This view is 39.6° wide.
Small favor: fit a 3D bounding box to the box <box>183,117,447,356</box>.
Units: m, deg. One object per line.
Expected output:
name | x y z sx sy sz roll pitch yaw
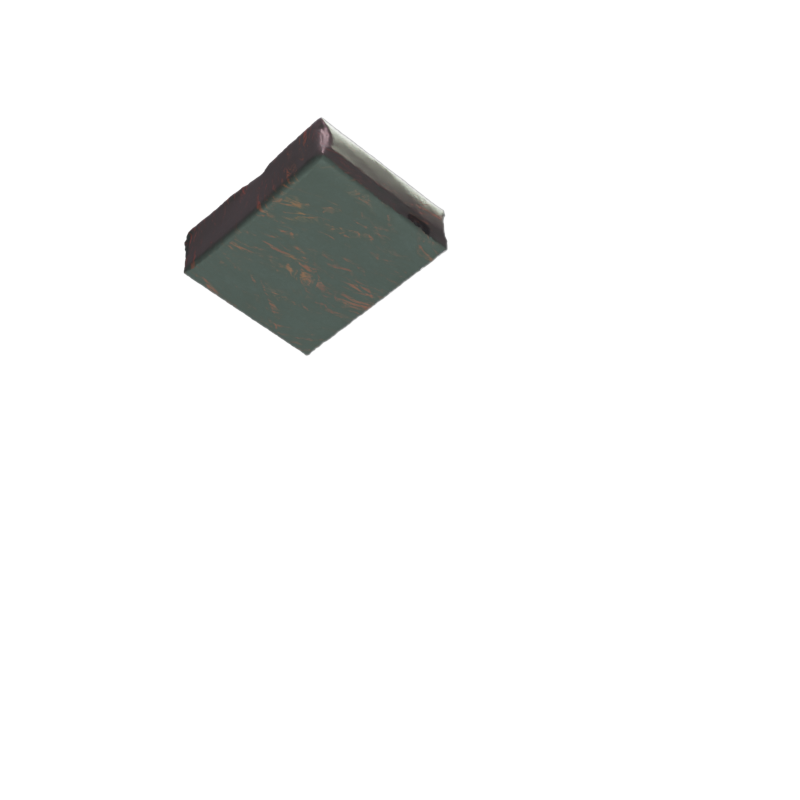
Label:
box | -0.037 -0.067 0.470 0.069 0.032 0.088 35 -55 -30
